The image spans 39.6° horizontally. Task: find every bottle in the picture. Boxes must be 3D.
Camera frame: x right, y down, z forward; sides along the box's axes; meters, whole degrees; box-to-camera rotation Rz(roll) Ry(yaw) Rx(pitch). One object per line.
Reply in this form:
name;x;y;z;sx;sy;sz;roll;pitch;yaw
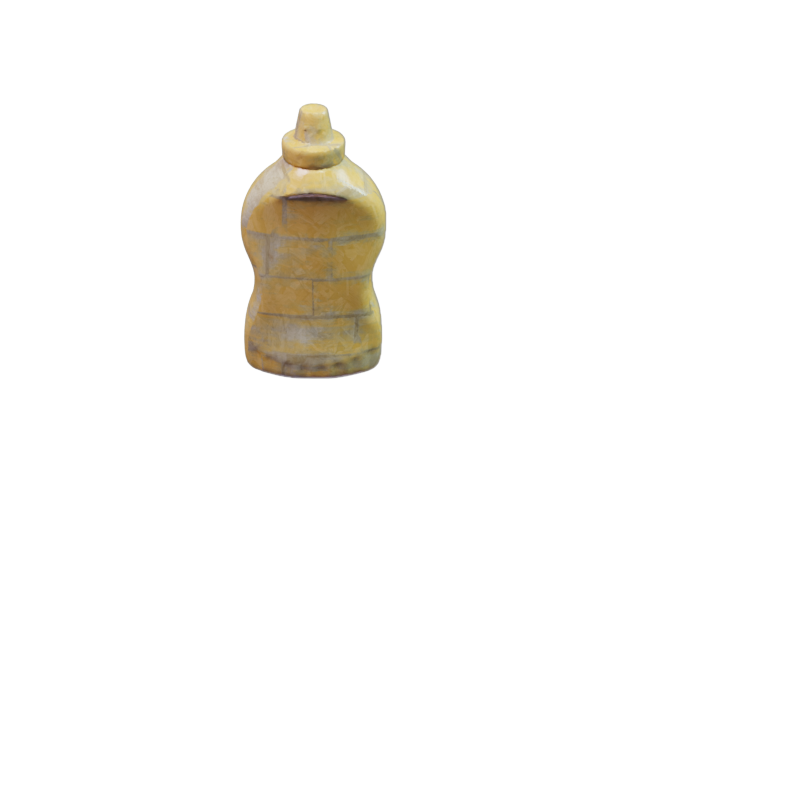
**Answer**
bottle;-0.058;-0.106;0.741;0.096;0.180;0.062;2;32;0
